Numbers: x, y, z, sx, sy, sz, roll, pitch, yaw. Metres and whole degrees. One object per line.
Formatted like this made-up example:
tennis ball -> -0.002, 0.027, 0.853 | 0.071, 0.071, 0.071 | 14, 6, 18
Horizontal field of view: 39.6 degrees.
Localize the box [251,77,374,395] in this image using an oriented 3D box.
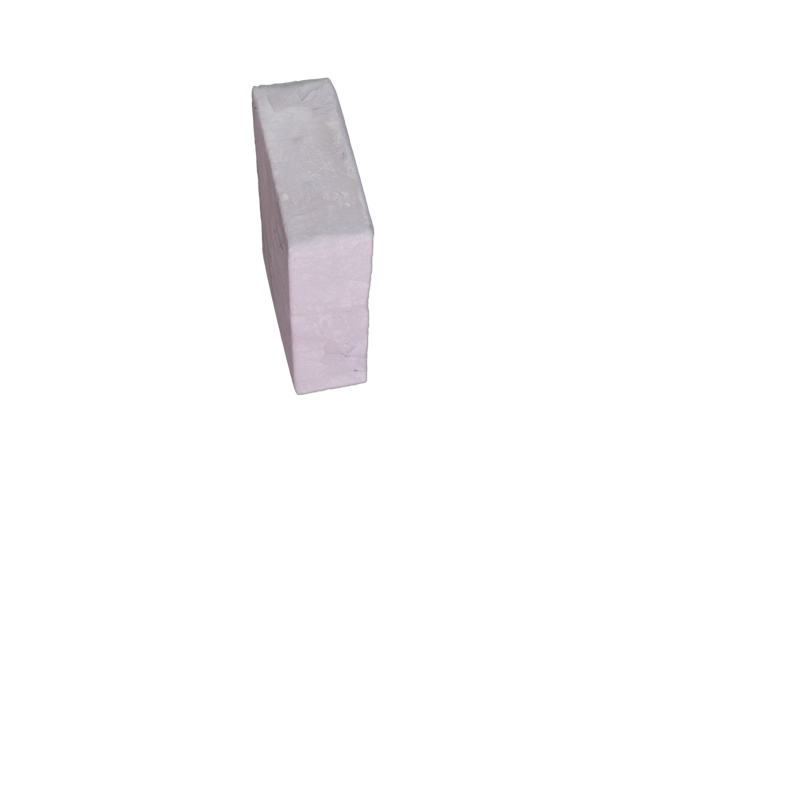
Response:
box -> -0.071, -0.129, 0.902 | 0.071, 0.176, 0.200 | -9, -31, -10
